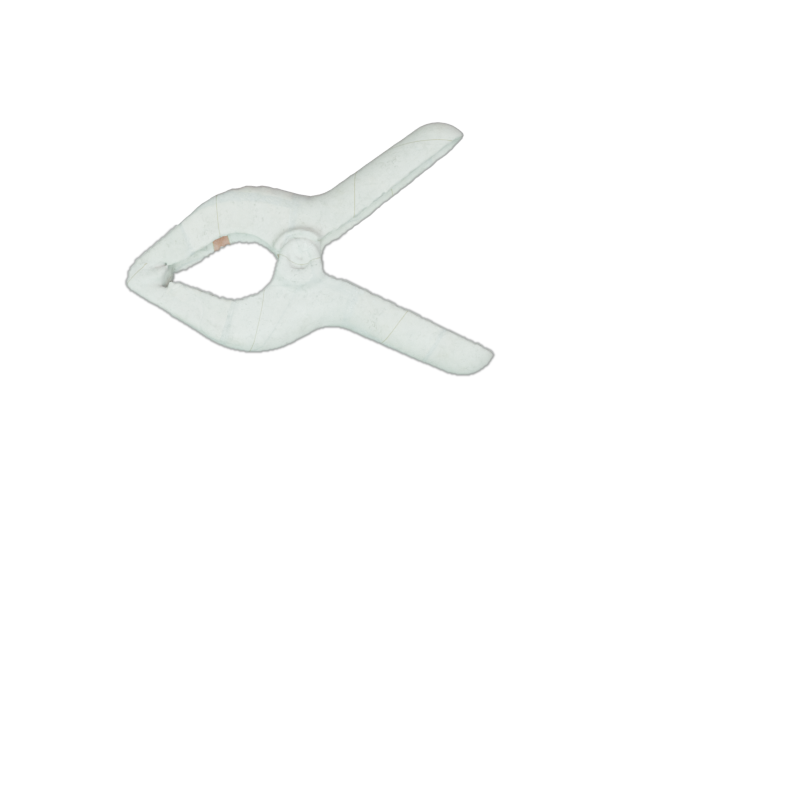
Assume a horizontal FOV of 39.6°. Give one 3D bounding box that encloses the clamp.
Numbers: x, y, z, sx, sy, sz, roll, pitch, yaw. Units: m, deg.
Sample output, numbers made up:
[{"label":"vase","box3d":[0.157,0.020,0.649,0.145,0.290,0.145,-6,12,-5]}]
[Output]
[{"label":"clamp","box3d":[-0.041,-0.075,0.526,0.171,0.125,0.038,2,-17,1]}]
